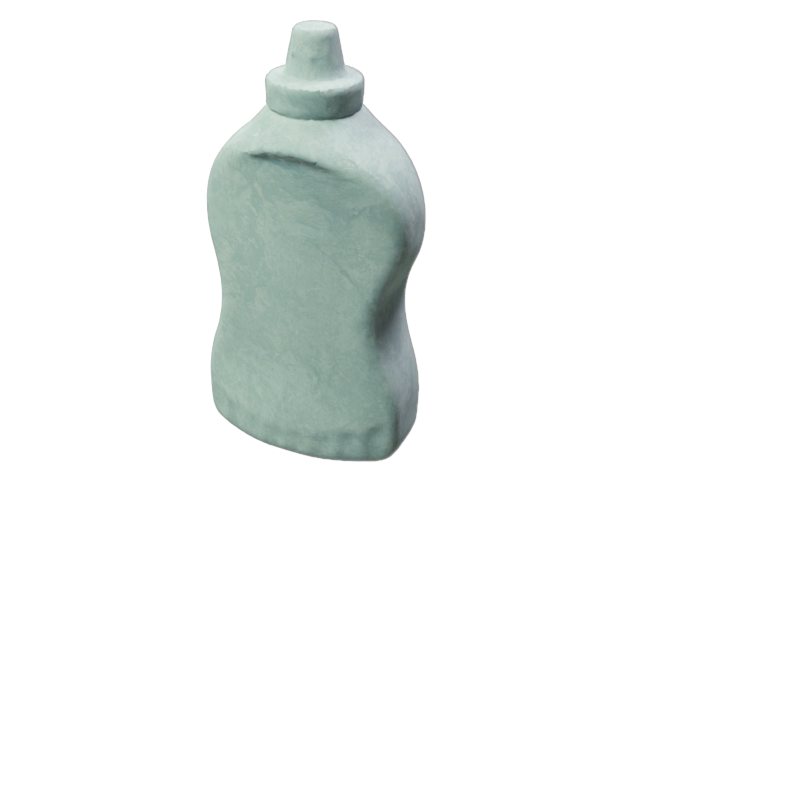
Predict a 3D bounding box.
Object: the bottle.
[{"bbox_3d":[-0.038,-0.069,0.484,0.100,0.181,0.059,15,30,23],"label":"bottle"}]
